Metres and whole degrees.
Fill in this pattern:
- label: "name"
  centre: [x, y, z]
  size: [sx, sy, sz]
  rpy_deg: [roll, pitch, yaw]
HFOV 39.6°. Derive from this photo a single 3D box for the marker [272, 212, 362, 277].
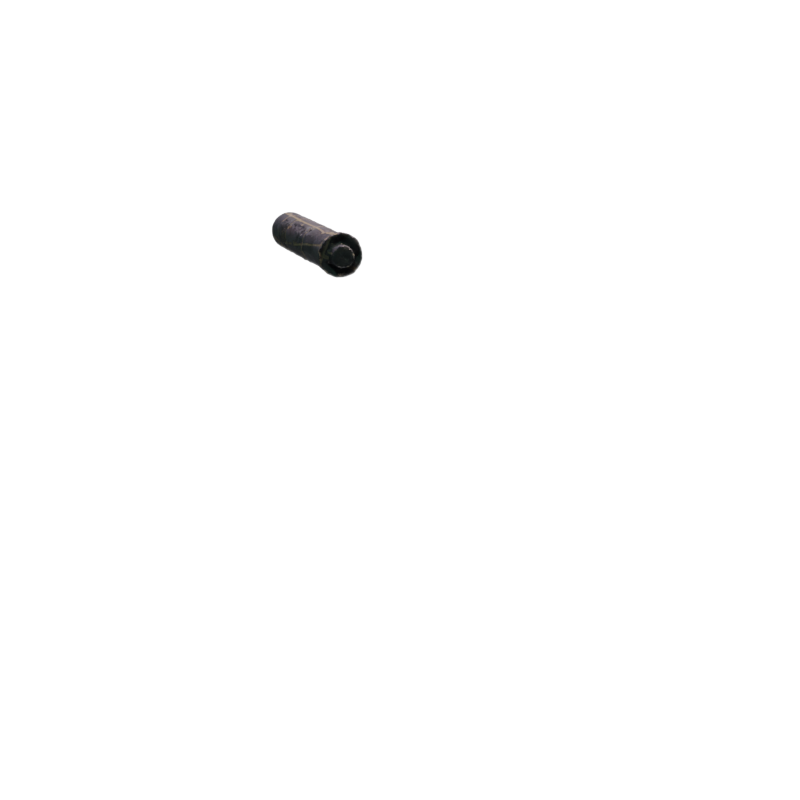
- label: "marker"
  centre: [-0.040, -0.073, 0.510]
  size: [0.019, 0.019, 0.126]
  rpy_deg: [-1, 13, -15]
